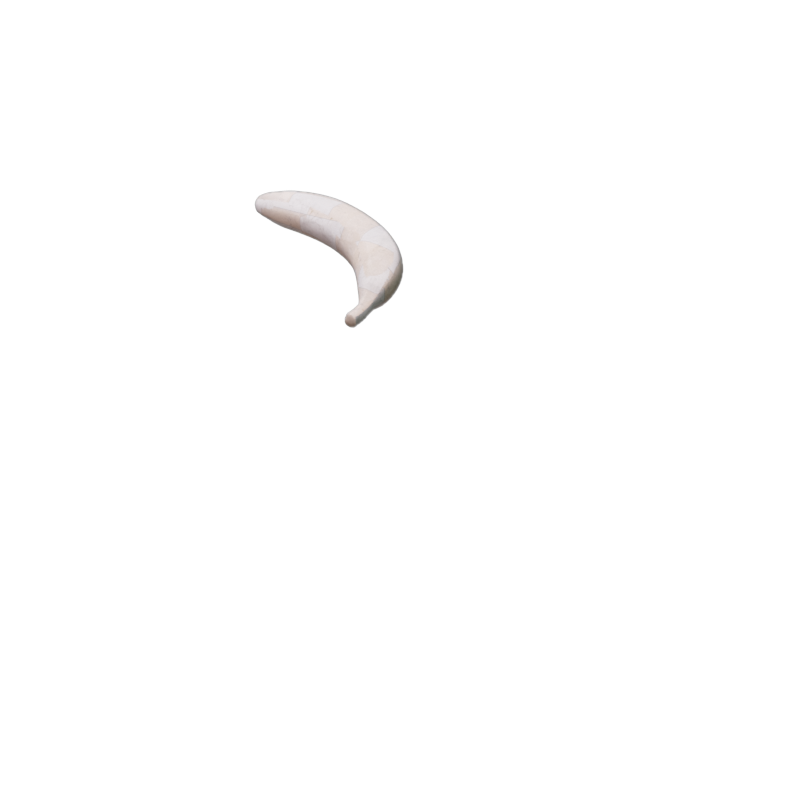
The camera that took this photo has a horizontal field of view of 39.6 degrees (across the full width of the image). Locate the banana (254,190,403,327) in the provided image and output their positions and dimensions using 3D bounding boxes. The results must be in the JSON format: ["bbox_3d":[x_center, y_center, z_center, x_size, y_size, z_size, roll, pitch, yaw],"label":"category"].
[{"bbox_3d":[-0.048,-0.123,0.849,0.068,0.034,0.213,-13,36,-21],"label":"banana"}]
